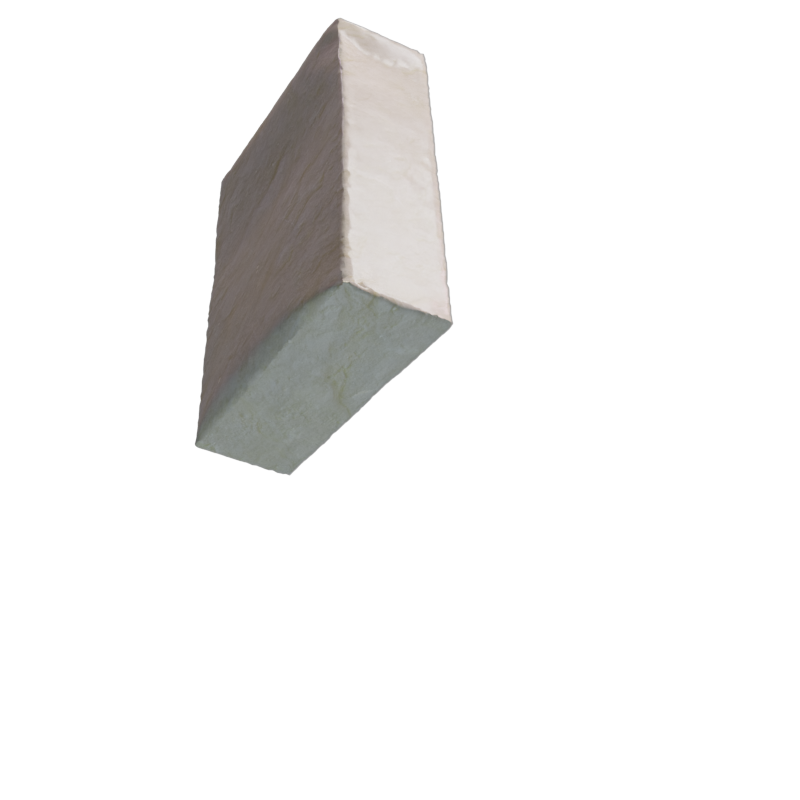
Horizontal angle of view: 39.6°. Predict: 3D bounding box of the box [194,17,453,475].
[{"bbox_3d":[-0.050,-0.092,0.644,0.068,0.229,0.160,21,-44,-27],"label":"box"}]
